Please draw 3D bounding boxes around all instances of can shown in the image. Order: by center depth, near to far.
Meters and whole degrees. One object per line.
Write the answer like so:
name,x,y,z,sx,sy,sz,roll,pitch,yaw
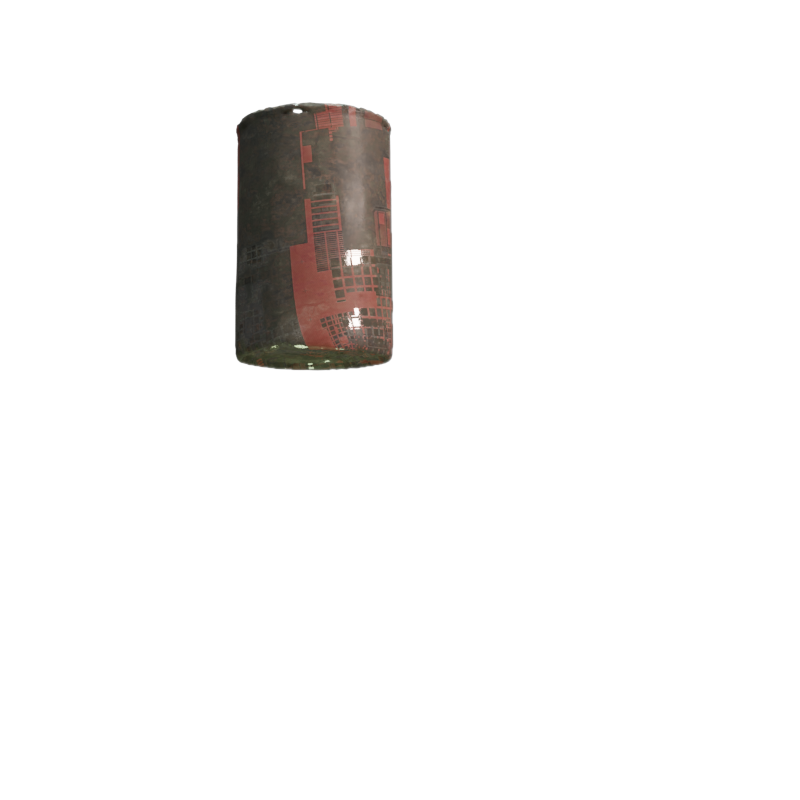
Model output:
can,-0.037,-0.068,0.474,0.068,0.105,0.067,0,-11,-2
